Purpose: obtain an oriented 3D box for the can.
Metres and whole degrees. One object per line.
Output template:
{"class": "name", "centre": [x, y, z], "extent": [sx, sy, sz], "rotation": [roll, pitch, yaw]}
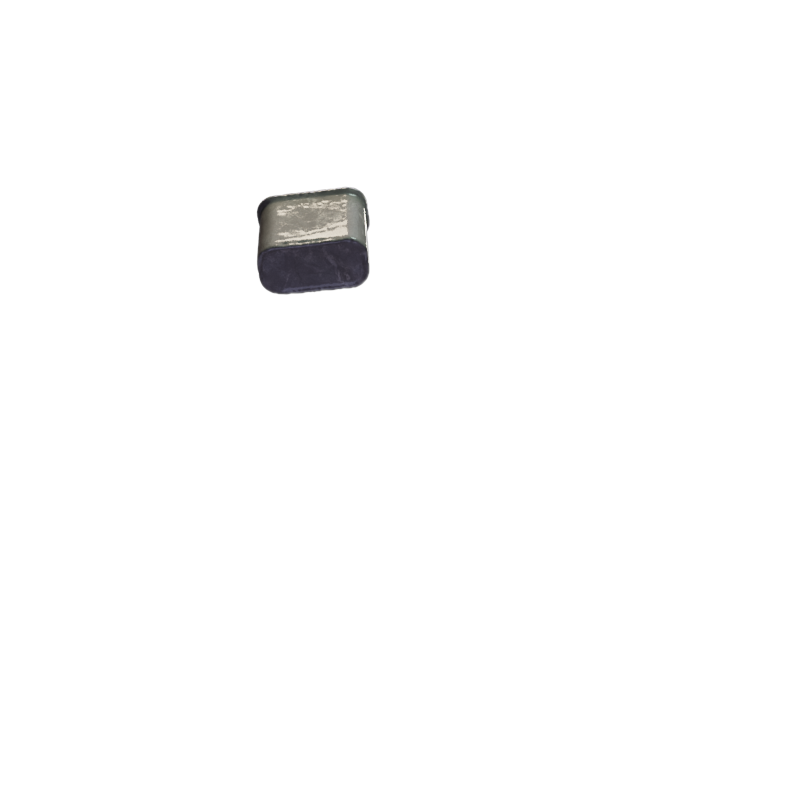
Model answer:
{"class": "can", "centre": [-0.077, -0.141, 0.985], "extent": [0.102, 0.053, 0.090], "rotation": [-7, 38, 3]}
